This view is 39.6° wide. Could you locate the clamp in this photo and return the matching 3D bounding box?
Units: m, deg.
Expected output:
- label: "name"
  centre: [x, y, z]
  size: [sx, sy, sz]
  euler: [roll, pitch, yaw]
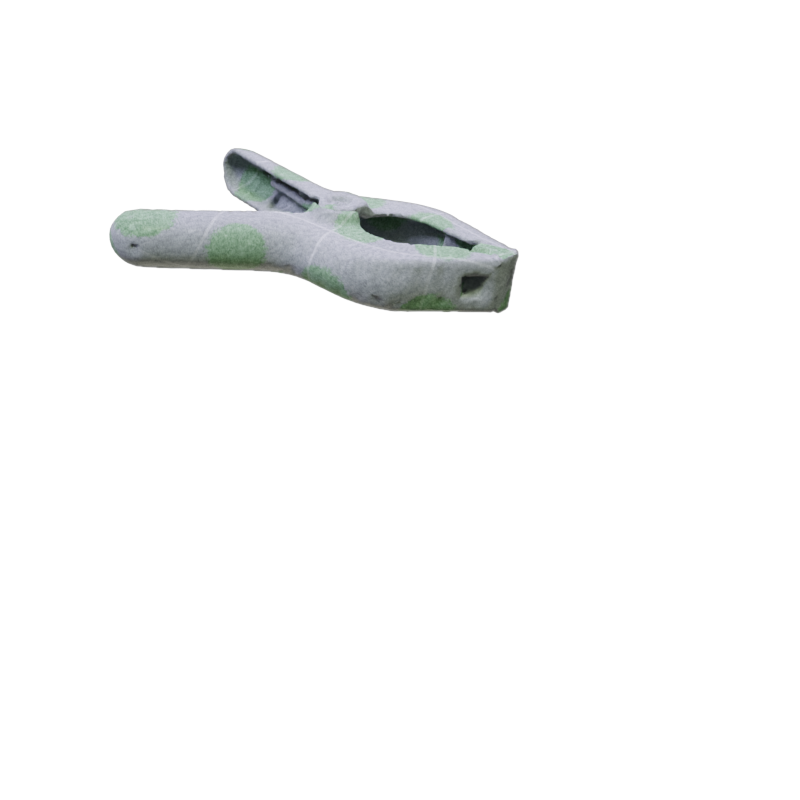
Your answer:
- label: "clamp"
  centre: [-0.038, -0.070, 0.491]
  size: [0.180, 0.037, 0.122]
  euler: [18, 37, 25]
